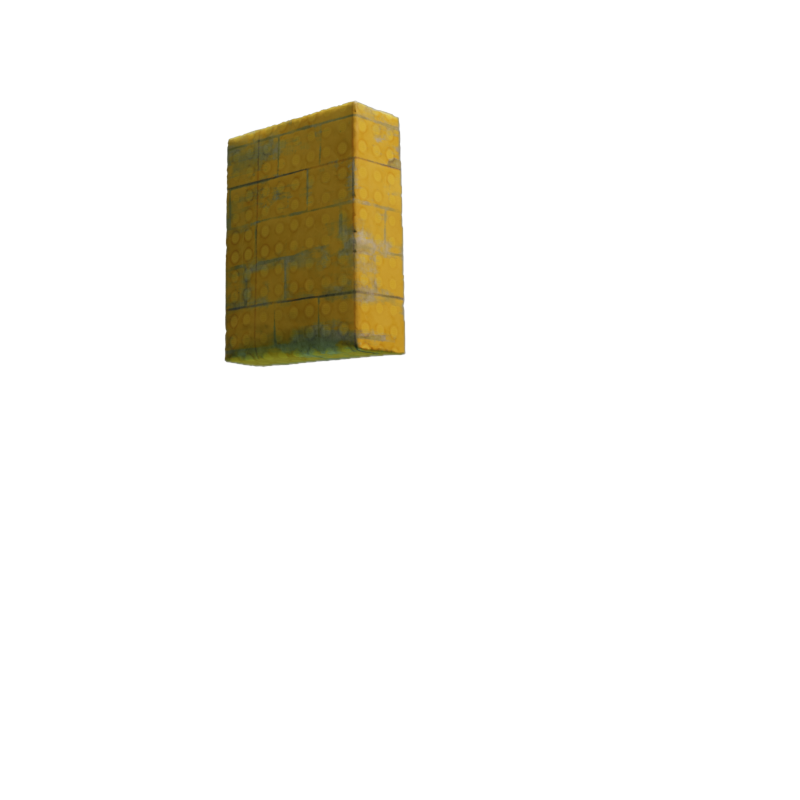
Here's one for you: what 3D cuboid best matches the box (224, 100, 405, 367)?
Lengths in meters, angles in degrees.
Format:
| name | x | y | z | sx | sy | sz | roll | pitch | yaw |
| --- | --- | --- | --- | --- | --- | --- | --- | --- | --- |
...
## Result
| name | x | y | z | sx | sy | sz | roll | pitch | yaw |
| --- | --- | --- | --- | --- | --- | --- | --- | --- | --- |
| box | -0.078 | -0.142 | 0.993 | 0.169 | 0.220 | 0.068 | -8 | -13 | 40 |
